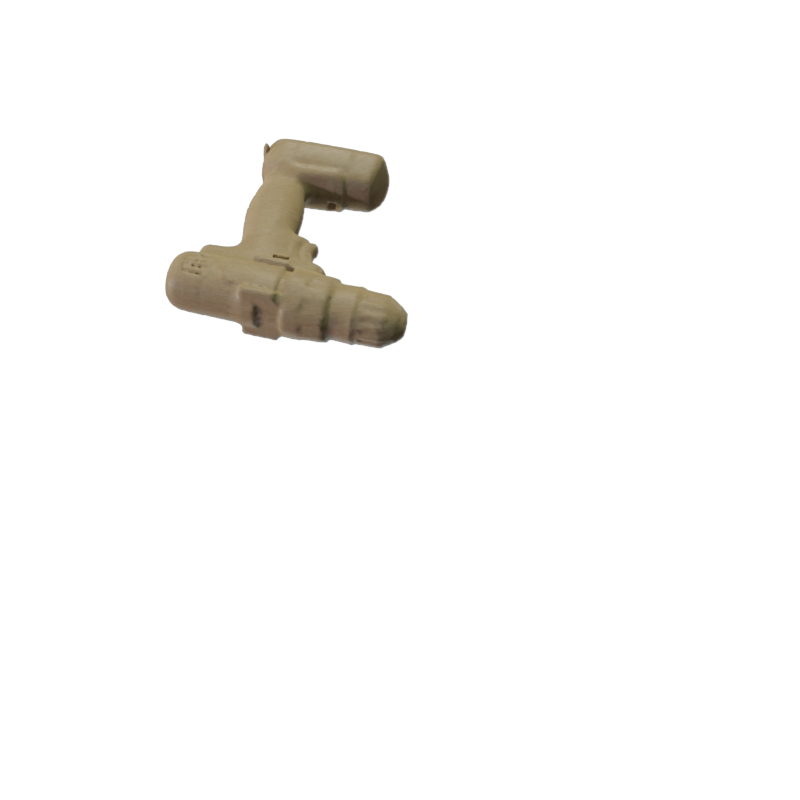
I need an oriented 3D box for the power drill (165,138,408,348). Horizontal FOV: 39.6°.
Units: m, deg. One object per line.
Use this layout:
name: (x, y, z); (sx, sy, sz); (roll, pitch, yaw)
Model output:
power drill: (-0.068, -0.123, 0.864); (0.189, 0.053, 0.197); (12, 46, 11)
